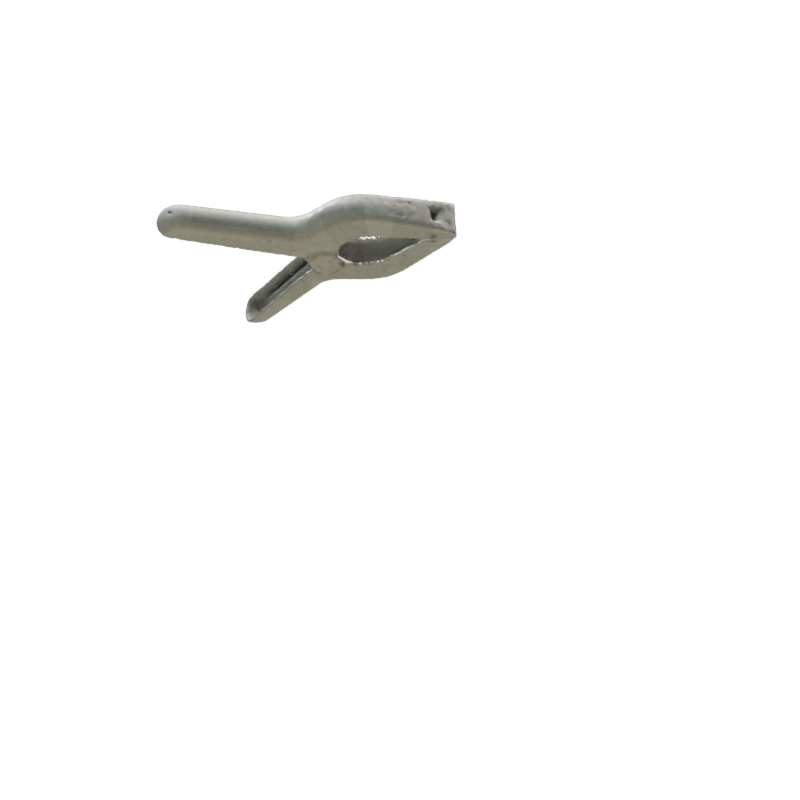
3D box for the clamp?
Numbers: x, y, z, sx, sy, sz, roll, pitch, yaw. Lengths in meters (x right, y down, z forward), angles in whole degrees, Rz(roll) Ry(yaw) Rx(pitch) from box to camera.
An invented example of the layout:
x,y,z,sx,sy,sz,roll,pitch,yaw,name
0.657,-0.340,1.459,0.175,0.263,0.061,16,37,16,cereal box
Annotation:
x,y,z,sx,sy,sz,roll,pitch,yaw,name
-0.065,-0.118,0.825,0.213,0.039,0.153,-12,-27,24,clamp
